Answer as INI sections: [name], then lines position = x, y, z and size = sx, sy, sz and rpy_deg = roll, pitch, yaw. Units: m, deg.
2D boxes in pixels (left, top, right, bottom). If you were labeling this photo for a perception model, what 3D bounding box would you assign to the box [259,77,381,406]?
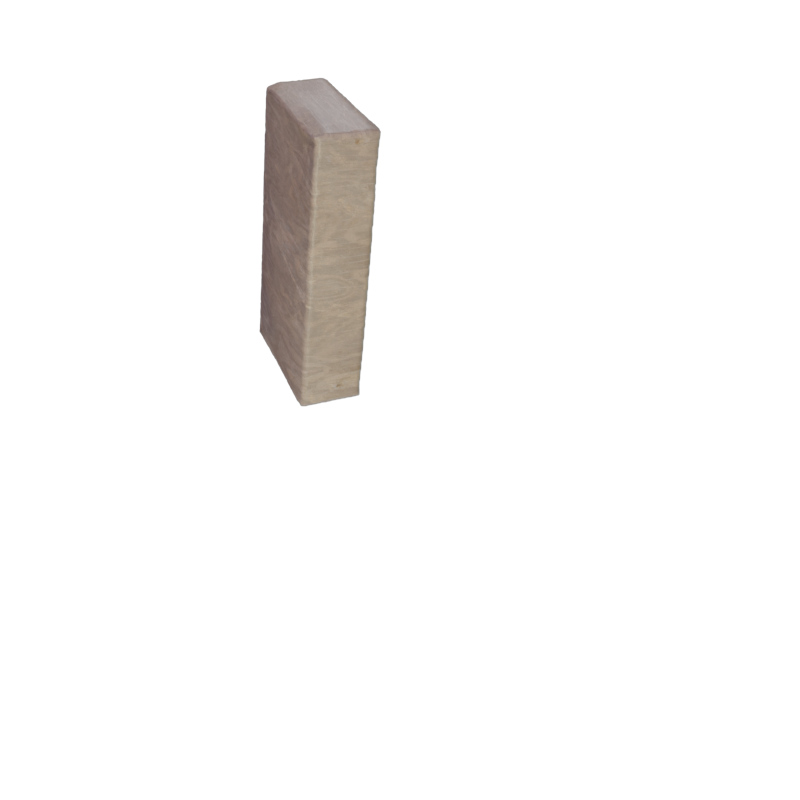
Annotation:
[box]
position = -0.053, -0.095, 0.668
size = 0.047, 0.166, 0.101
rpy_deg = -9, 32, -20
